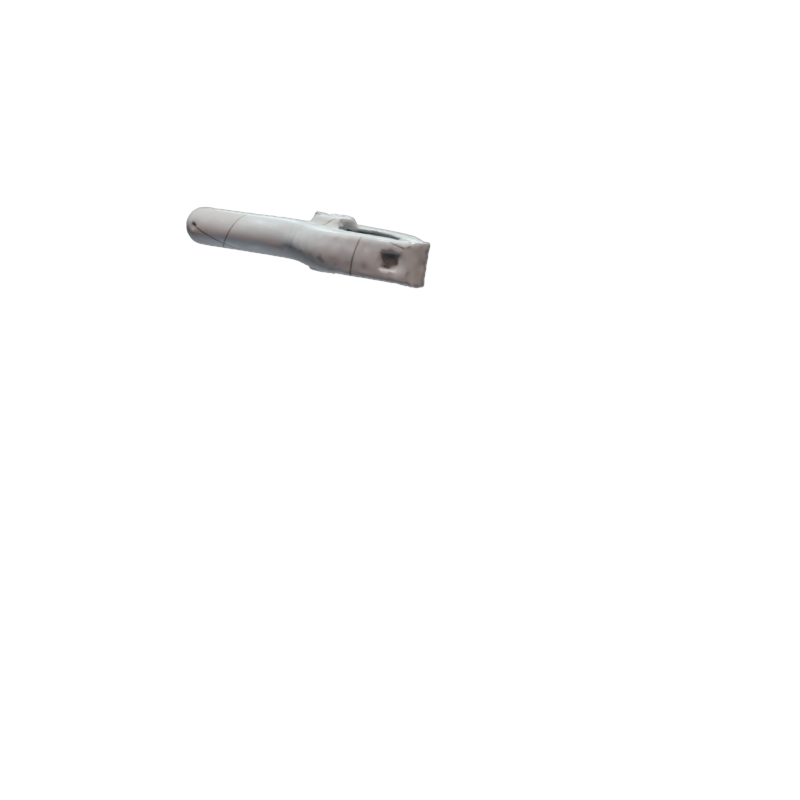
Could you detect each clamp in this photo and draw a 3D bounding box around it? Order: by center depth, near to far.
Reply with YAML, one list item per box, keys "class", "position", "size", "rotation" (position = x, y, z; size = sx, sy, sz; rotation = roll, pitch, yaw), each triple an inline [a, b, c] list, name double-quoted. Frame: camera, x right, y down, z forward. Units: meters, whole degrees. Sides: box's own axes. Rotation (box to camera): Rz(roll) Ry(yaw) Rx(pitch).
- class: "clamp"
  position: [-0.055, -0.100, 0.702]
  size: [0.117, 0.038, 0.181]
  rotation: [-9, 17, -32]
